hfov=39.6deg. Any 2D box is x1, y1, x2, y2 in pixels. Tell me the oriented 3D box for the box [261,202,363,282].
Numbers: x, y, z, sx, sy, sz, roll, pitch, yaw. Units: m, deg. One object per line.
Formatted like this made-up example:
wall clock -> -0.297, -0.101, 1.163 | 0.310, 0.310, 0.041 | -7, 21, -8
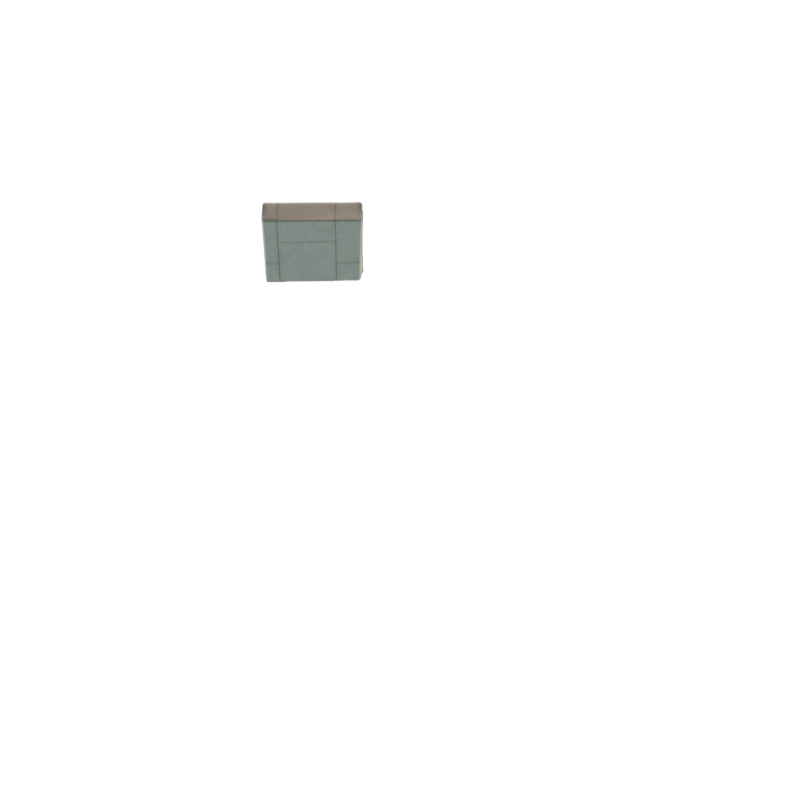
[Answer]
box -> -0.077, -0.142, 0.991 | 0.089, 0.032, 0.068 | -1, -44, 0
